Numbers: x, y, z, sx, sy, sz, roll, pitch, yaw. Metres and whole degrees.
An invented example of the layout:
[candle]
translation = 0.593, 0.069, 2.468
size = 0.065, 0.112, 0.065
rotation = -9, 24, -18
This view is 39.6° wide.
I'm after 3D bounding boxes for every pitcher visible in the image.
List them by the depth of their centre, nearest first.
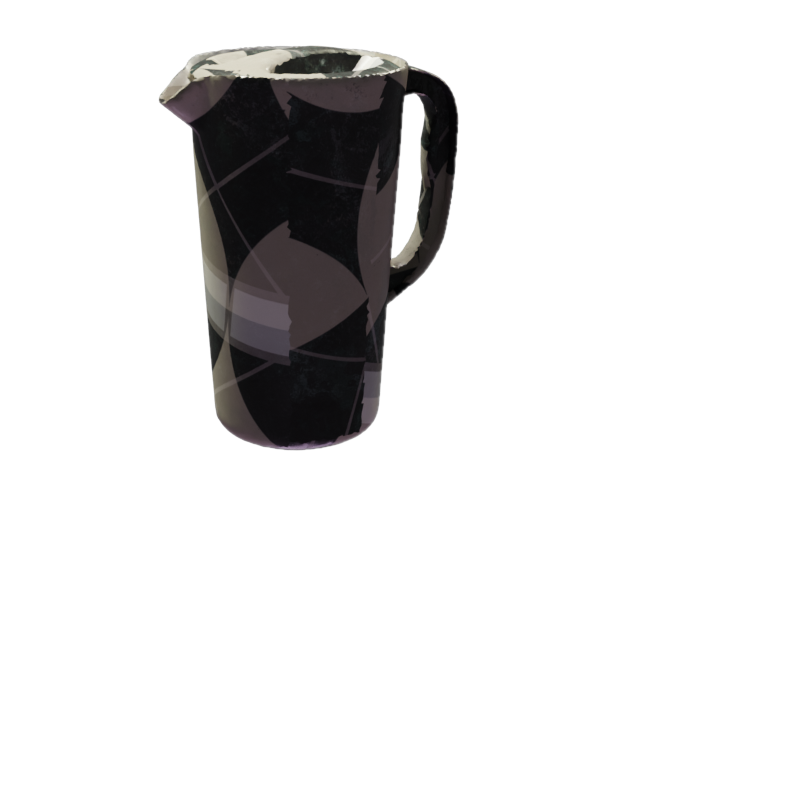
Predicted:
[pitcher]
translation = -0.055, -0.100, 0.698
size = 0.154, 0.233, 0.147
rotation = 9, 22, 19
